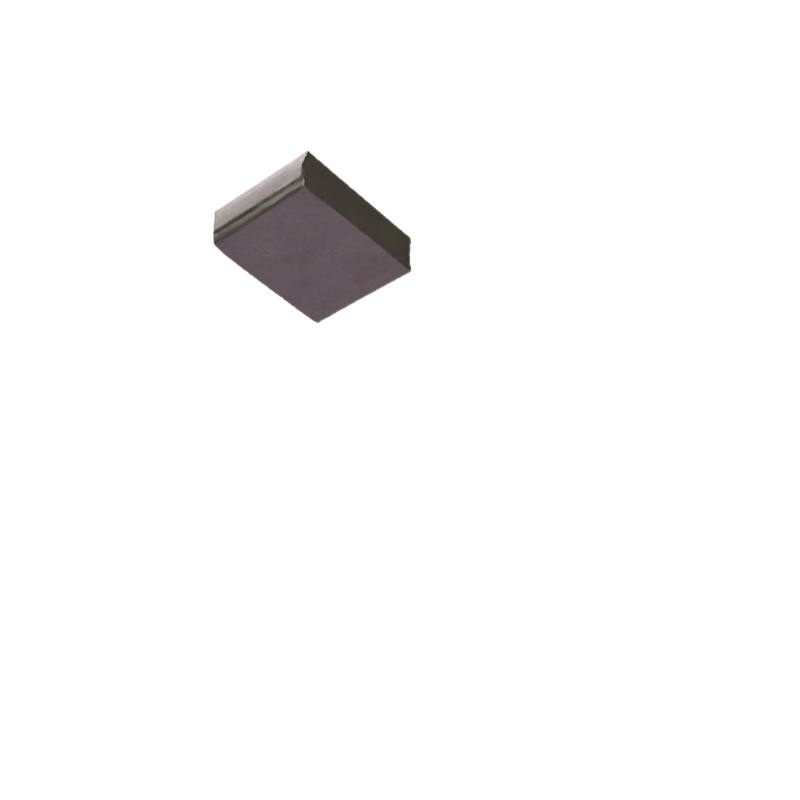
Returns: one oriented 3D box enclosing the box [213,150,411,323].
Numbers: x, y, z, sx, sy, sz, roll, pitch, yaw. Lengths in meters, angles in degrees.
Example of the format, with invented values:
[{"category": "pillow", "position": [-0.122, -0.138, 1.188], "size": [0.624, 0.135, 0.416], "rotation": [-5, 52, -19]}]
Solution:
[{"category": "box", "position": [-0.060, -0.110, 0.769], "size": [0.090, 0.042, 0.106], "rotation": [-28, -46, 30]}]
